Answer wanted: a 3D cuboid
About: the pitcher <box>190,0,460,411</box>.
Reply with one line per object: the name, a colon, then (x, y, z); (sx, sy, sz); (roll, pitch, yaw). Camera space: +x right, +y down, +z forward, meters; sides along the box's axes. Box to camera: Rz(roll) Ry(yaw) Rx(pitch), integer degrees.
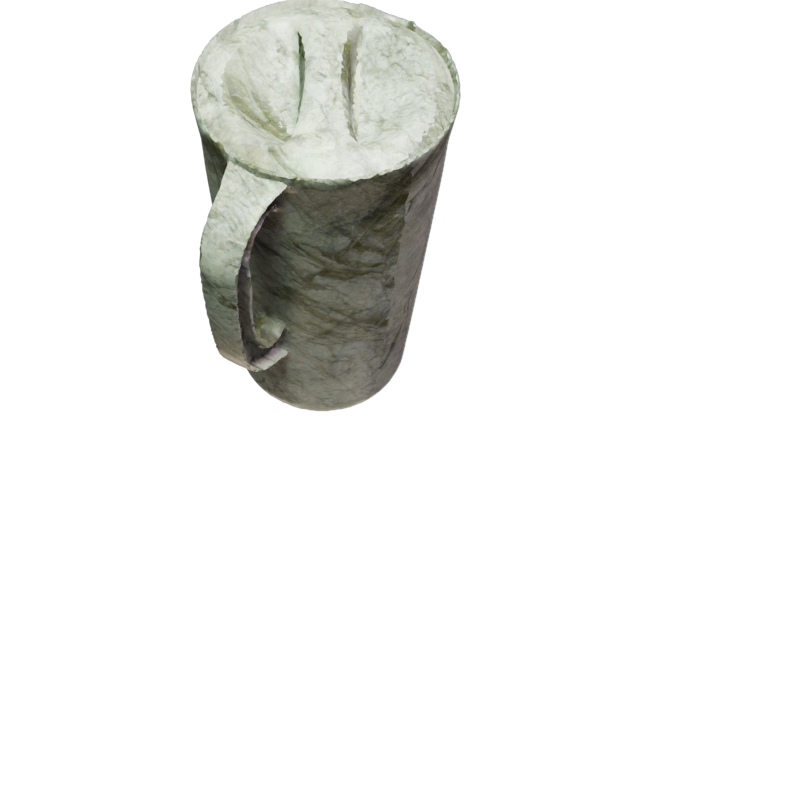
pitcher: (-0.049, -0.090, 0.629); (0.148, 0.156, 0.227); (-14, -33, -13)
